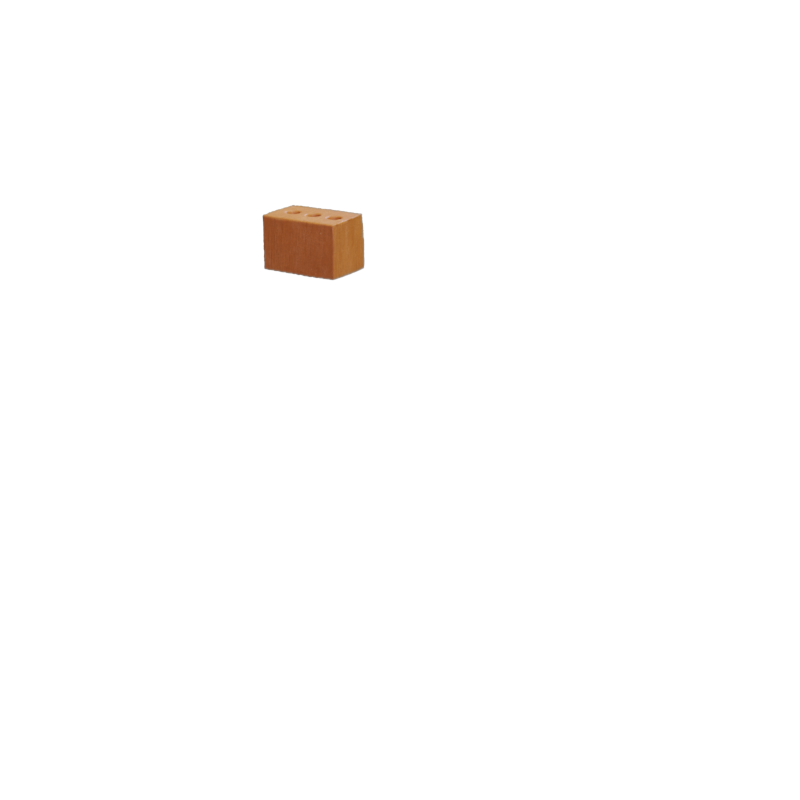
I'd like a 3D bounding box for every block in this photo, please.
[{"bbox_3d":[-0.078,-0.142,0.996,0.081,0.049,0.052,11,20,29],"label":"block"}]
